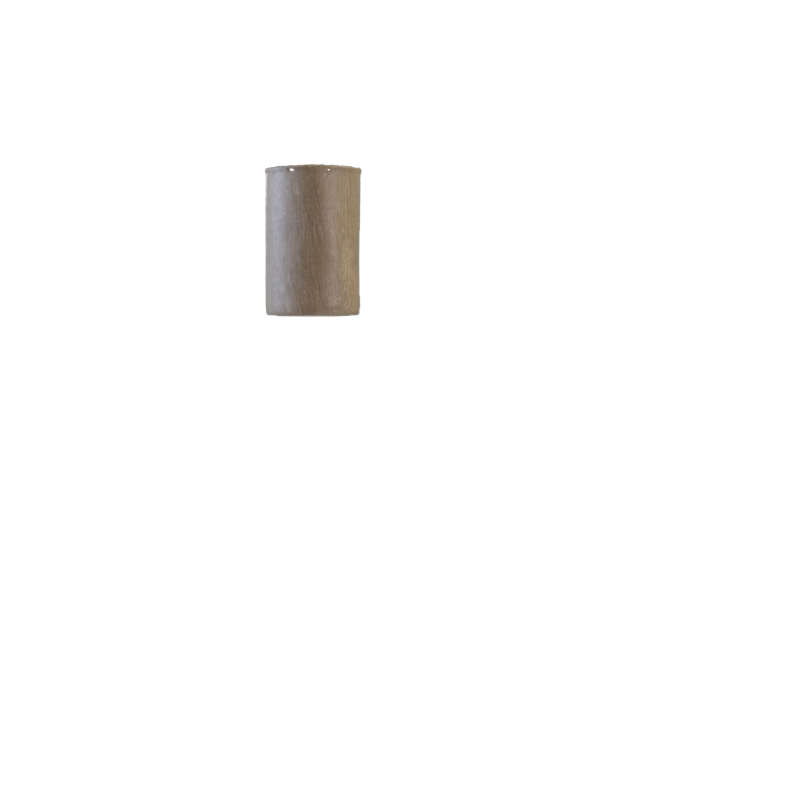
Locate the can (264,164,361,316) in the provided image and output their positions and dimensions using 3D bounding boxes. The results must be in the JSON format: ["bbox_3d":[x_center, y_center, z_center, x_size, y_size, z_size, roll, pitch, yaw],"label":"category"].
[{"bbox_3d":[-0.060,-0.110,0.773,0.068,0.102,0.069,0,1,-2],"label":"can"}]
